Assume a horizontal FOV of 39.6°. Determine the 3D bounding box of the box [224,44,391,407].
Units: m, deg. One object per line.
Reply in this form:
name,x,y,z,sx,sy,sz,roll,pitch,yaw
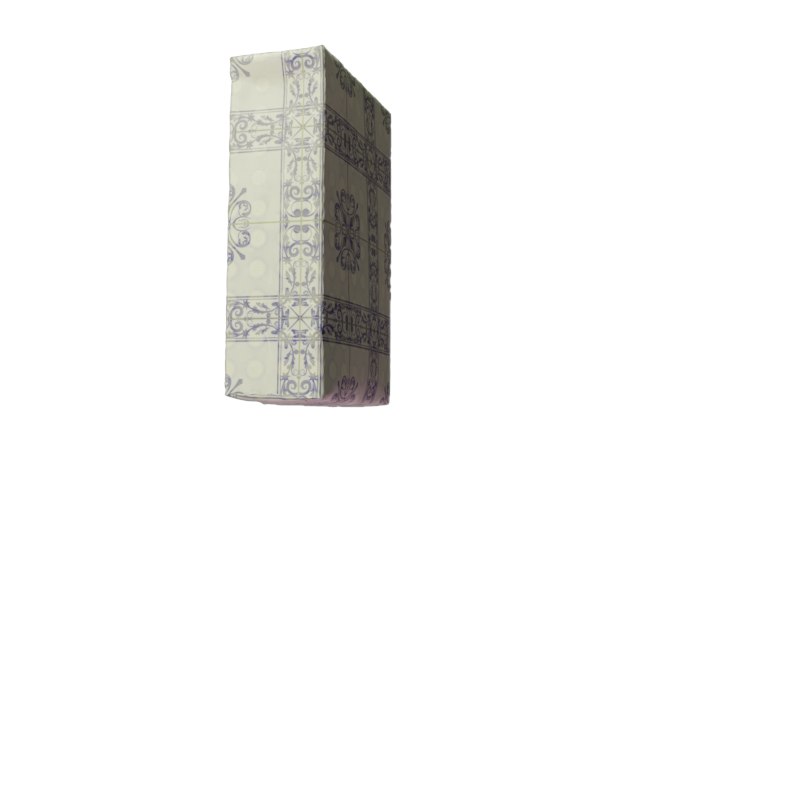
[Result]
box,-0.057,-0.104,0.729,0.073,0.218,0.158,-3,-6,15
